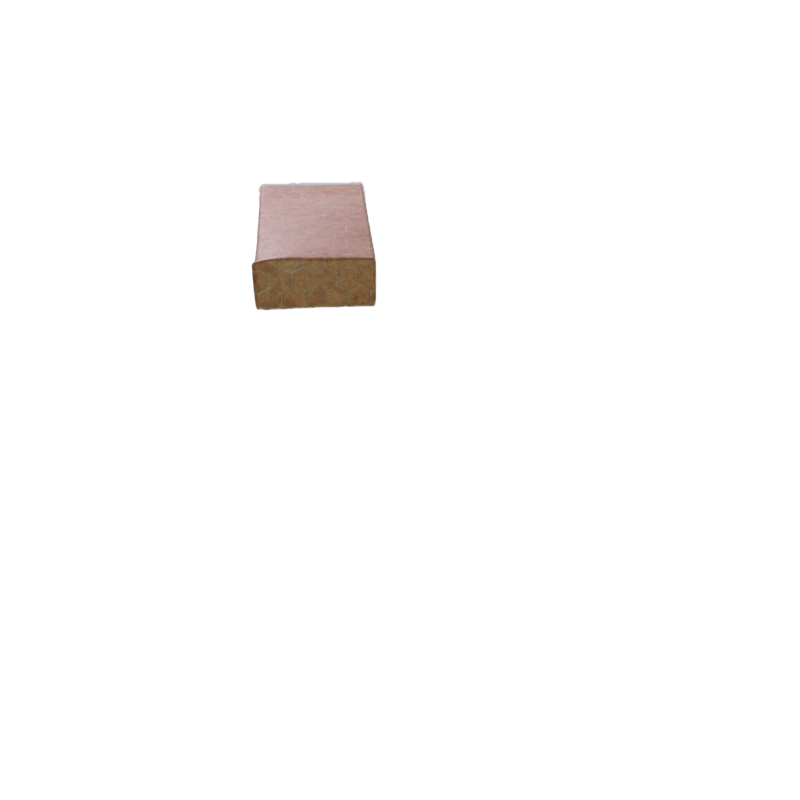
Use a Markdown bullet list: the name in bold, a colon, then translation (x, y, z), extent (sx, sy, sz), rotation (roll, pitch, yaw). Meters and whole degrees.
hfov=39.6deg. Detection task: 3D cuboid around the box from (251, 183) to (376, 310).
- **box**: translation (-0.071, -0.129, 0.904), extent (0.093, 0.046, 0.186), rotation (-2, 26, -3)
